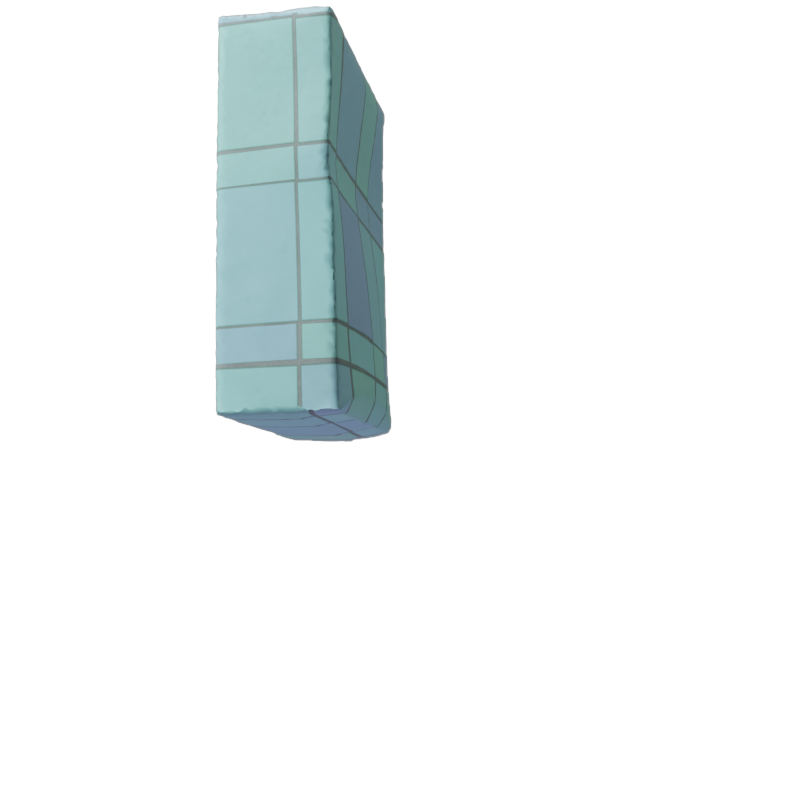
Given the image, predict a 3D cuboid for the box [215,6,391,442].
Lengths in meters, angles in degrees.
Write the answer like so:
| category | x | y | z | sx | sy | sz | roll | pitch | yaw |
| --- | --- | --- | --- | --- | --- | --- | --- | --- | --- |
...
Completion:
| category | x | y | z | sx | sy | sz | roll | pitch | yaw |
| --- | --- | --- | --- | --- | --- | --- | --- | --- | --- |
| box | -0.049 | -0.090 | 0.630 | 0.073 | 0.221 | 0.157 | -3 | -12 | 9 |
